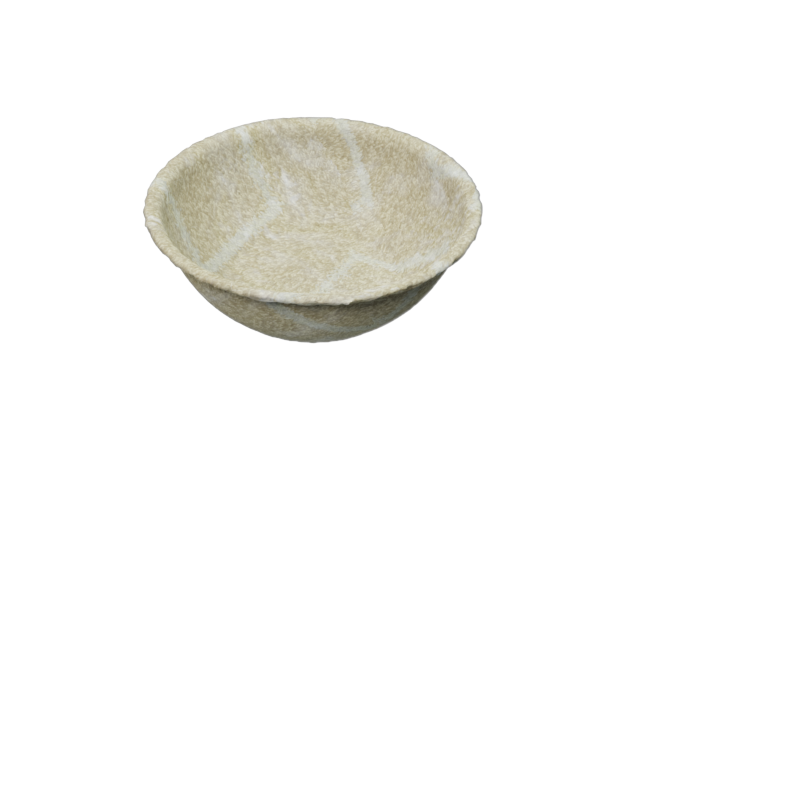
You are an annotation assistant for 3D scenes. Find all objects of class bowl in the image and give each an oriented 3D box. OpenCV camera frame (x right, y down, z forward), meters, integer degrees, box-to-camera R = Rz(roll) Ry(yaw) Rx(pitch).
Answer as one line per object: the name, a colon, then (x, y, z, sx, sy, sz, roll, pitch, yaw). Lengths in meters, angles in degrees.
bowl: (-0.043, -0.078, 0.546, 0.162, 0.051, 0.174, -1, 40, -2)
